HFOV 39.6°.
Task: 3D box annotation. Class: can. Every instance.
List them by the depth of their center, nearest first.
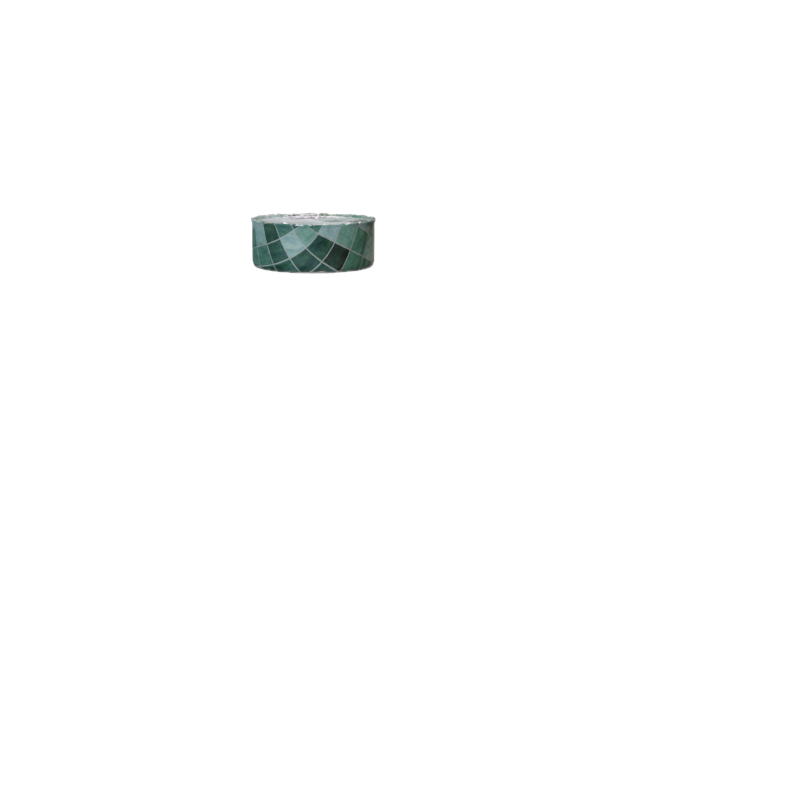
[{"bbox_3d":[-0.060,-0.109,0.764,0.086,0.033,0.088,0,13,-2],"label":"can"}]
